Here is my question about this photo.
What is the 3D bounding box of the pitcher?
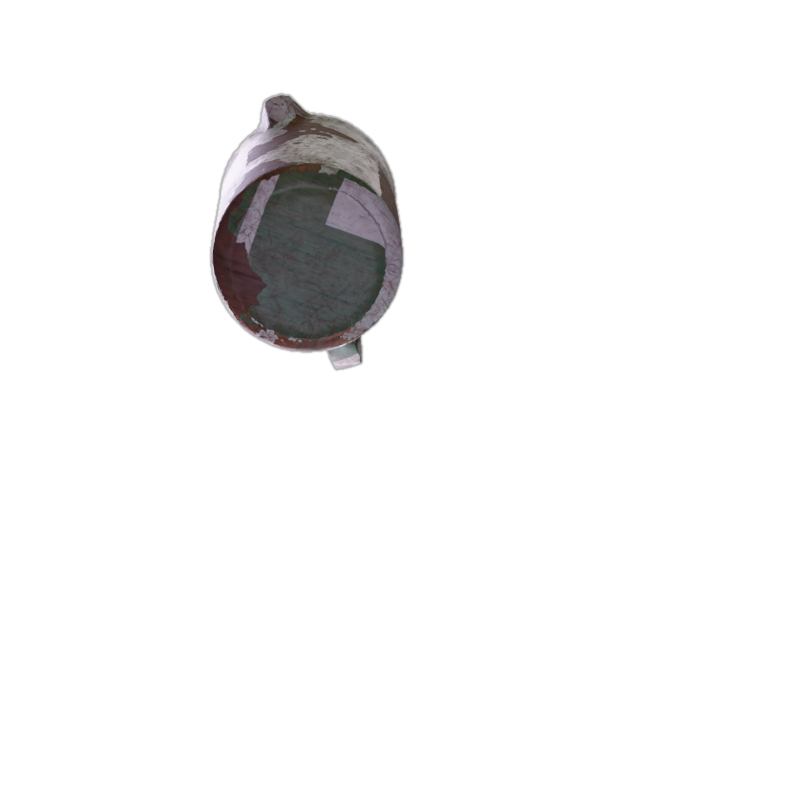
[{"bbox_3d":[-0.057,-0.104,0.730,0.146,0.143,0.252,29,13,-11],"label":"pitcher"}]
